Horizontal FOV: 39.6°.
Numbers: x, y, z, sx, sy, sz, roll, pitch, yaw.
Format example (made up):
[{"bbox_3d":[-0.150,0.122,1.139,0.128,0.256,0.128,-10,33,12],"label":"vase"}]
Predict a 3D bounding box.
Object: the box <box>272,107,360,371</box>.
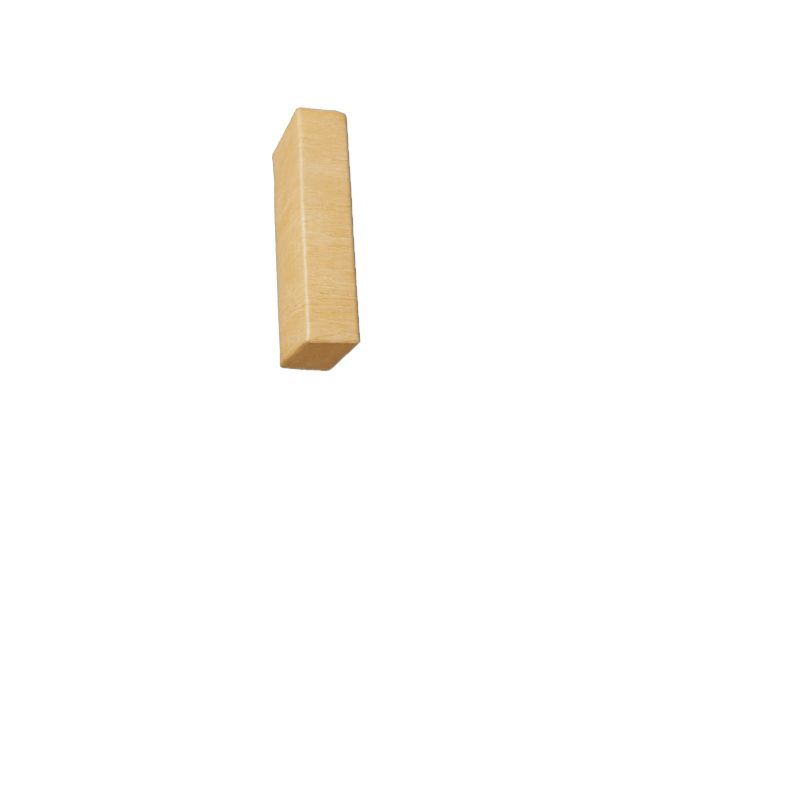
[{"bbox_3d":[-0.064,-0.117,0.819,0.047,0.184,0.092,4,-18,-17],"label":"box"}]
